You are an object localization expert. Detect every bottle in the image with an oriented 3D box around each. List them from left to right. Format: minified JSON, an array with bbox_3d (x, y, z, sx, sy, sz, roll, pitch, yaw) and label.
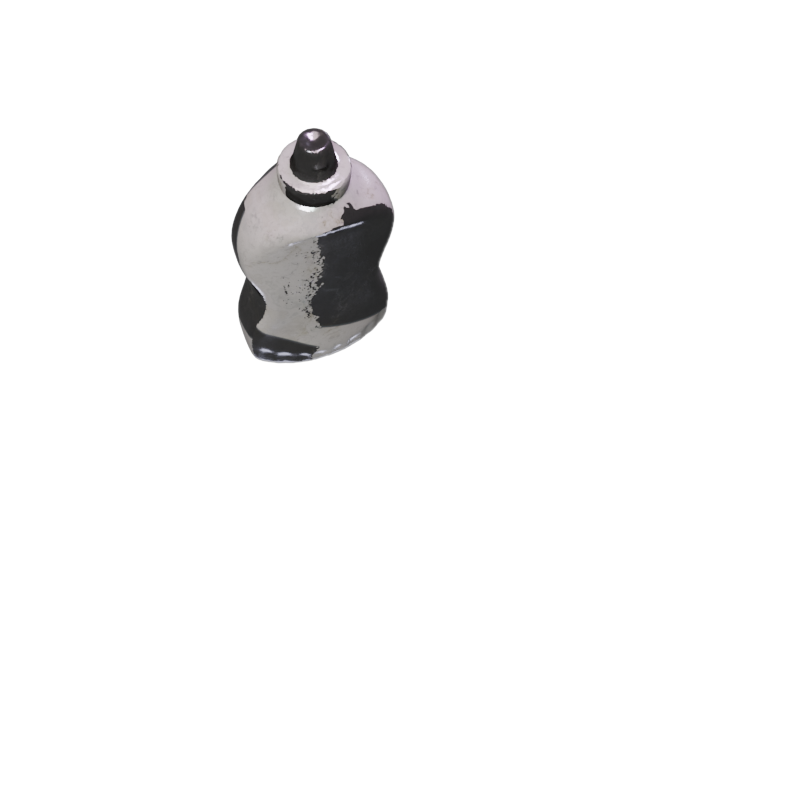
[{"bbox_3d":[-0.052,-0.094,0.661,0.095,0.062,0.180,-17,-27,-12],"label":"bottle"}]
